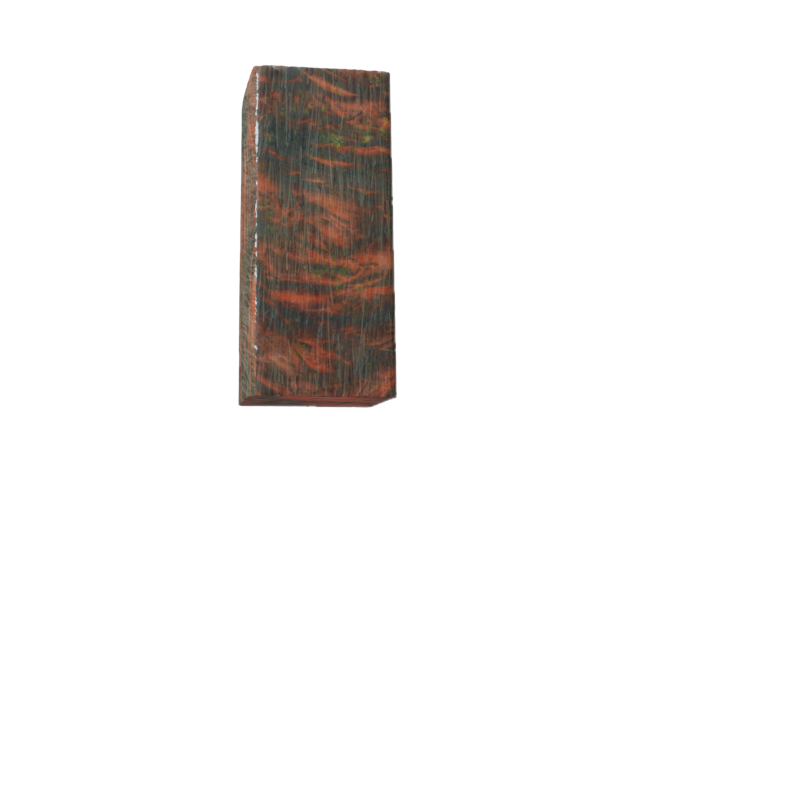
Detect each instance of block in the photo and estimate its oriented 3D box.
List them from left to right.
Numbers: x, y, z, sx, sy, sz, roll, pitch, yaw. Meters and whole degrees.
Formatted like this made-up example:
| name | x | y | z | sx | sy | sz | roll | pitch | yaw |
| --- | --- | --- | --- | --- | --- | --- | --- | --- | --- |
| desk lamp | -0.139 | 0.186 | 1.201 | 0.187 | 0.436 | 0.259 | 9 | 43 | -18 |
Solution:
| name | x | y | z | sx | sy | sz | roll | pitch | yaw |
| --- | --- | --- | --- | --- | --- | --- | --- | --- | --- |
| block | -0.056 | -0.103 | 0.717 | 0.089 | 0.212 | 0.089 | 1 | -11 | -11 |
